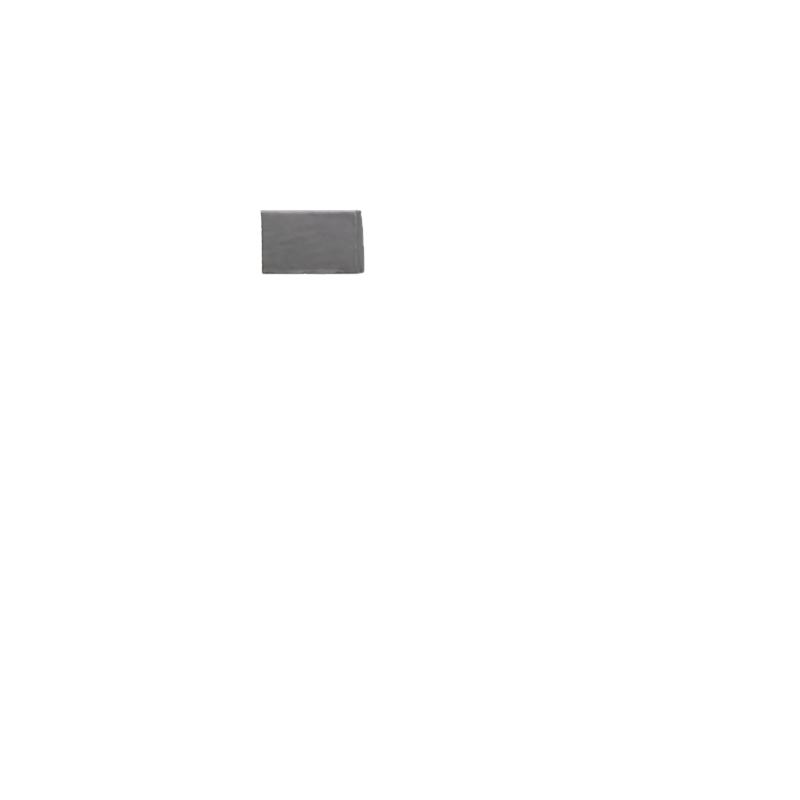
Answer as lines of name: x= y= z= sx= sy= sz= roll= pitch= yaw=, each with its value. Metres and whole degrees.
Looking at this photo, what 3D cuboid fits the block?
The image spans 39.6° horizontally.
block: x=-0.069 y=-0.126 z=0.885 sx=0.079 sy=0.051 sz=0.053 roll=1 pitch=4 yaw=6
